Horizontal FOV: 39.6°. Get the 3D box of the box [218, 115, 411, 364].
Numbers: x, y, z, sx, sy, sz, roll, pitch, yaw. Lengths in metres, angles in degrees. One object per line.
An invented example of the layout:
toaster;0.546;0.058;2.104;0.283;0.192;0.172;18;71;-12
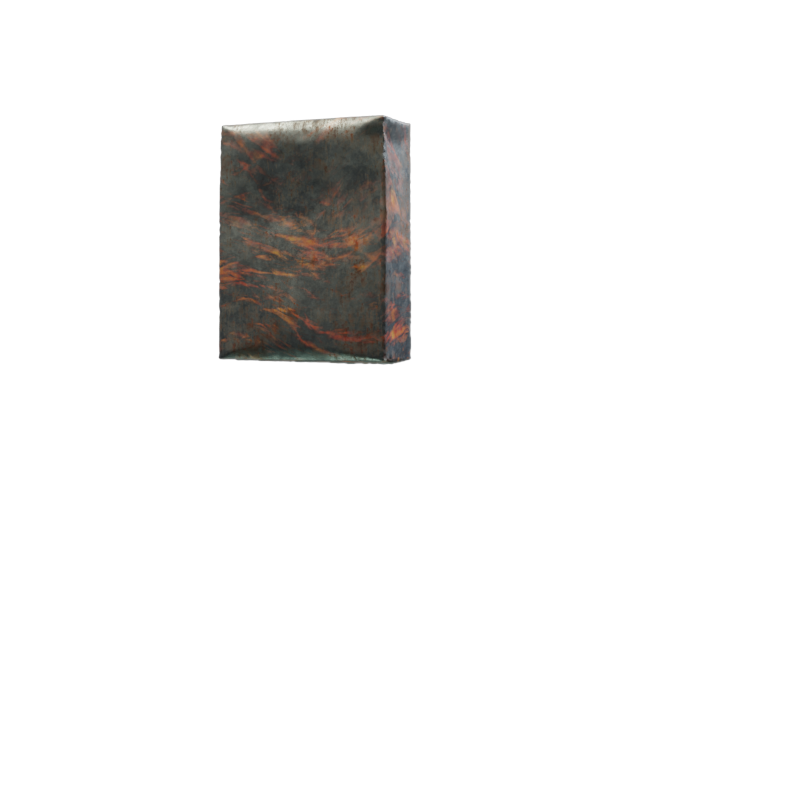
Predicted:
box;-0.077;-0.141;0.989;0.169;0.215;0.069;0;-1;23
